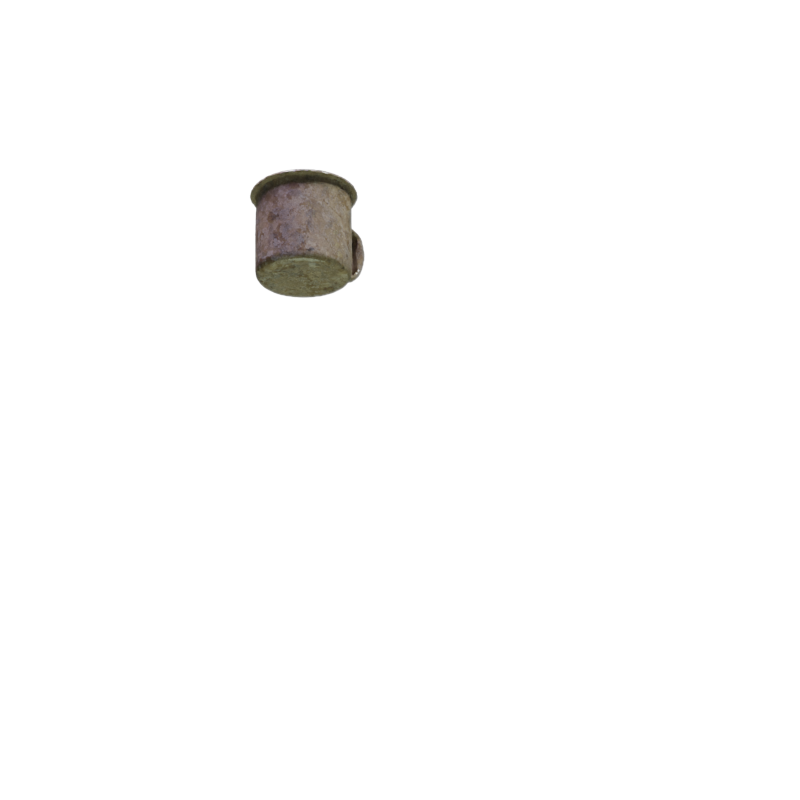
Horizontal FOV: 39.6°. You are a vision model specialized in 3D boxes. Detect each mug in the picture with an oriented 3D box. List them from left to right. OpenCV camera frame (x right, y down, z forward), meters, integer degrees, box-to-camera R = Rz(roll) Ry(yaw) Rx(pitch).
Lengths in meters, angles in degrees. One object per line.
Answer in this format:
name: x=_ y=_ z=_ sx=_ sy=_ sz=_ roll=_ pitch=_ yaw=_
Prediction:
mug: x=-0.075 y=-0.136 z=0.954 sx=0.094 sy=0.086 sz=0.110 roll=-19 pitch=-29 yaw=37
